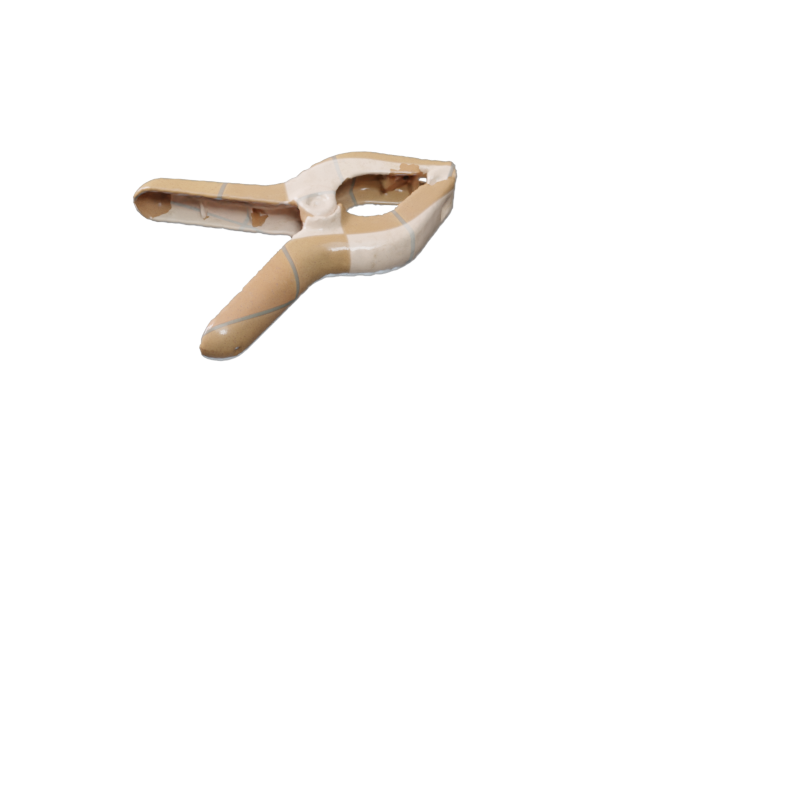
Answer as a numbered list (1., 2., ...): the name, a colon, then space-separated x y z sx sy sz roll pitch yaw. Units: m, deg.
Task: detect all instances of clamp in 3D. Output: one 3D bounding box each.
1. clamp: -0.045 -0.082 0.572 0.170 0.129 0.037 -13 -32 -9
